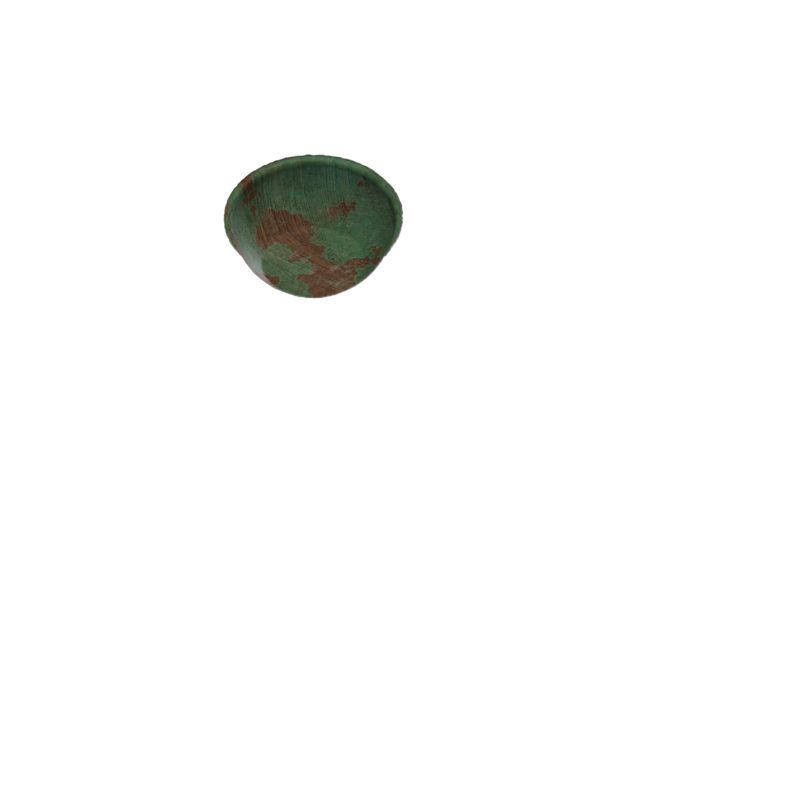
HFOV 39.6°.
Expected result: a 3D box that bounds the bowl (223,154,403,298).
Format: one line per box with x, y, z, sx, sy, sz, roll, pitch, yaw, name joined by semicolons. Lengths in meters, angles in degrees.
-0.077;-0.140;0.978;0.162;0.059;0.151;1;-39;-1;bowl
